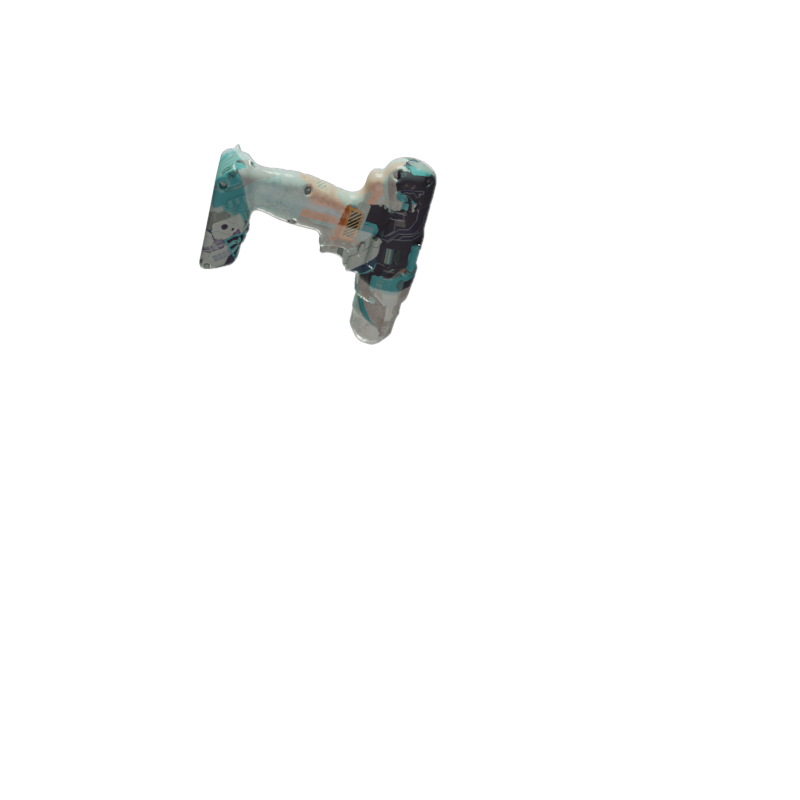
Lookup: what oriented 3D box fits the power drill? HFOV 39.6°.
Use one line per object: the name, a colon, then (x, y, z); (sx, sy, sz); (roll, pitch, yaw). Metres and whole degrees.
power drill: (-0.075, -0.137, 0.957); (0.185, 0.175, 0.061); (10, 32, -7)
